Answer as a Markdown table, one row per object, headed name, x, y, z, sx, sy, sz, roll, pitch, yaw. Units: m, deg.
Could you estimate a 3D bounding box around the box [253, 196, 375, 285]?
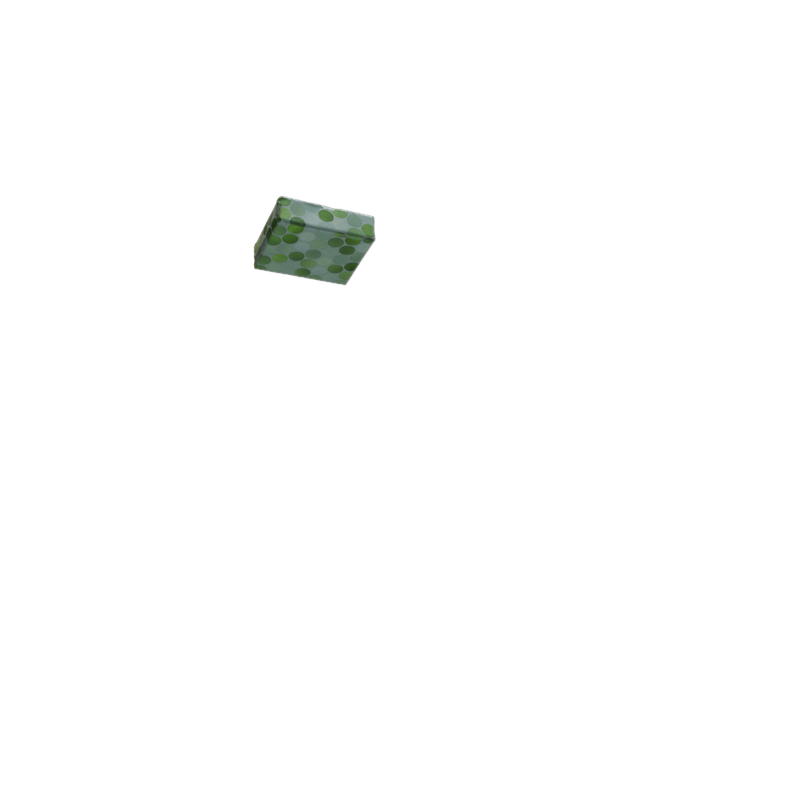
| name | x | y | z | sx | sy | sz | roll | pitch | yaw |
| --- | --- | --- | --- | --- | --- | --- | --- | --- | --- |
| box | -0.075 | -0.137 | 0.961 | 0.087 | 0.032 | 0.070 | 11 | -34 | -17 |
